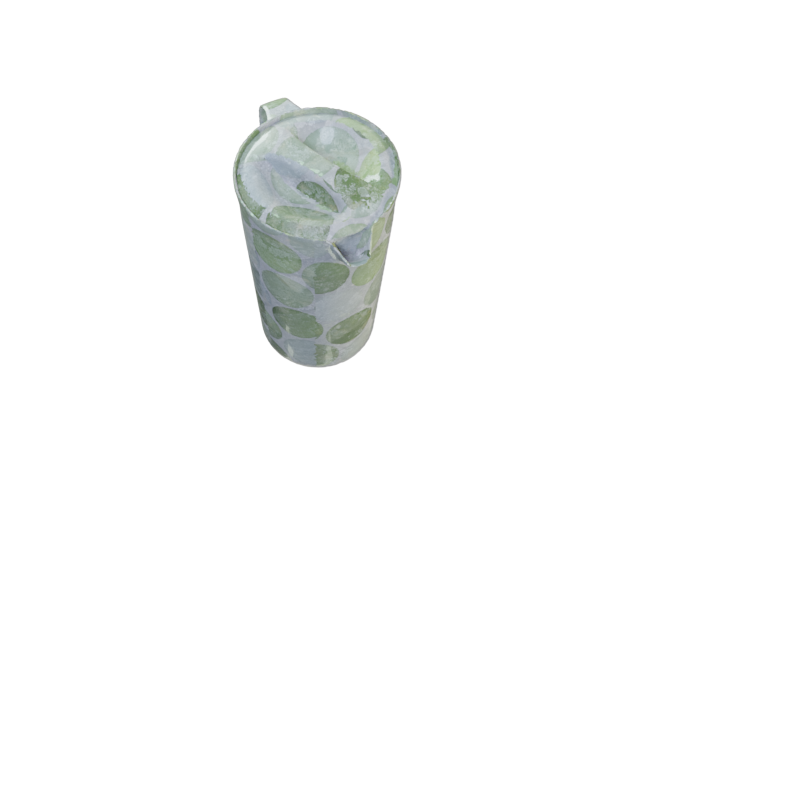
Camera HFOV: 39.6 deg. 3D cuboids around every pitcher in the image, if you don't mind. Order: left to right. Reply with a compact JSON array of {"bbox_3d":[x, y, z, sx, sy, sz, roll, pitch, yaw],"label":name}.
[{"bbox_3d":[-0.076,-0.139,0.971,0.148,0.156,0.228,18,-29,7],"label":"pitcher"}]
